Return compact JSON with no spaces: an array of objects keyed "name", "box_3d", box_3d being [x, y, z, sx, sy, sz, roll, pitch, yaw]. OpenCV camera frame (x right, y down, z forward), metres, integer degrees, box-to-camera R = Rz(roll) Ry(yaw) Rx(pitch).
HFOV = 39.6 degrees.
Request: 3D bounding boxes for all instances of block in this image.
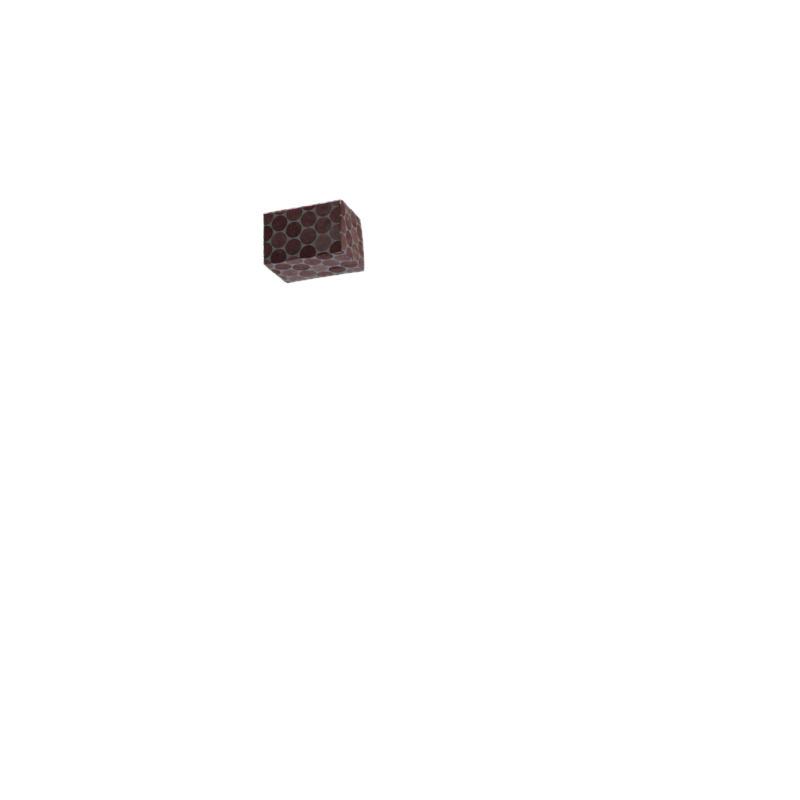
[{"name":"block","box_3d":[-0.077,-0.140,0.984,0.079,0.054,0.049,-7,-20,19]}]
